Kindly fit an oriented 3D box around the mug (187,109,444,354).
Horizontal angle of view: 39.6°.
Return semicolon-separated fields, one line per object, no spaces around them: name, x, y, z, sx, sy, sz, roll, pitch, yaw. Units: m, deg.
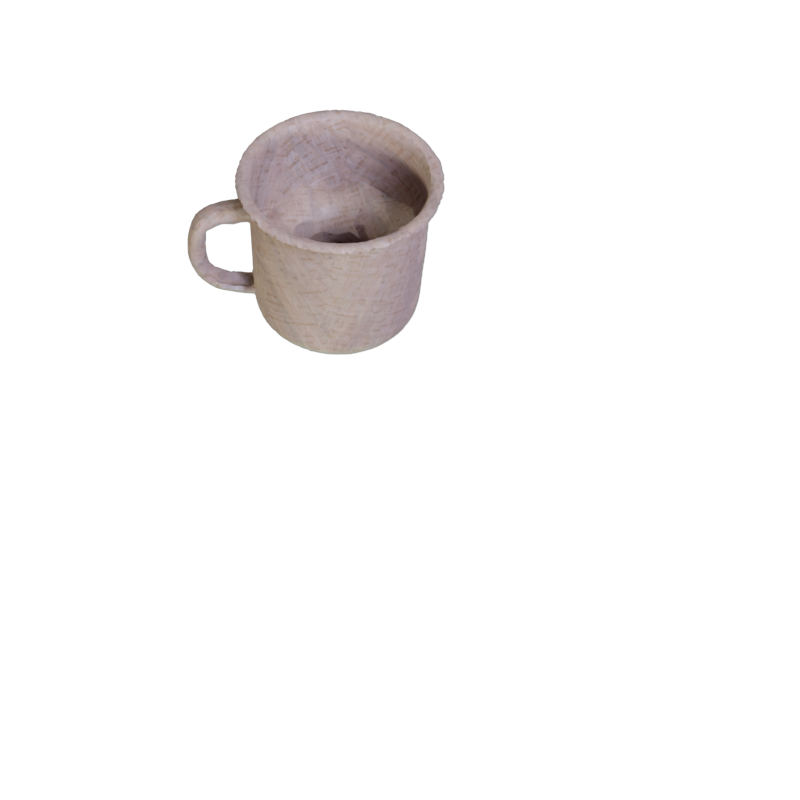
mug;-0.041;-0.074;0.519;0.116;0.101;0.076;-8;-39;-8
